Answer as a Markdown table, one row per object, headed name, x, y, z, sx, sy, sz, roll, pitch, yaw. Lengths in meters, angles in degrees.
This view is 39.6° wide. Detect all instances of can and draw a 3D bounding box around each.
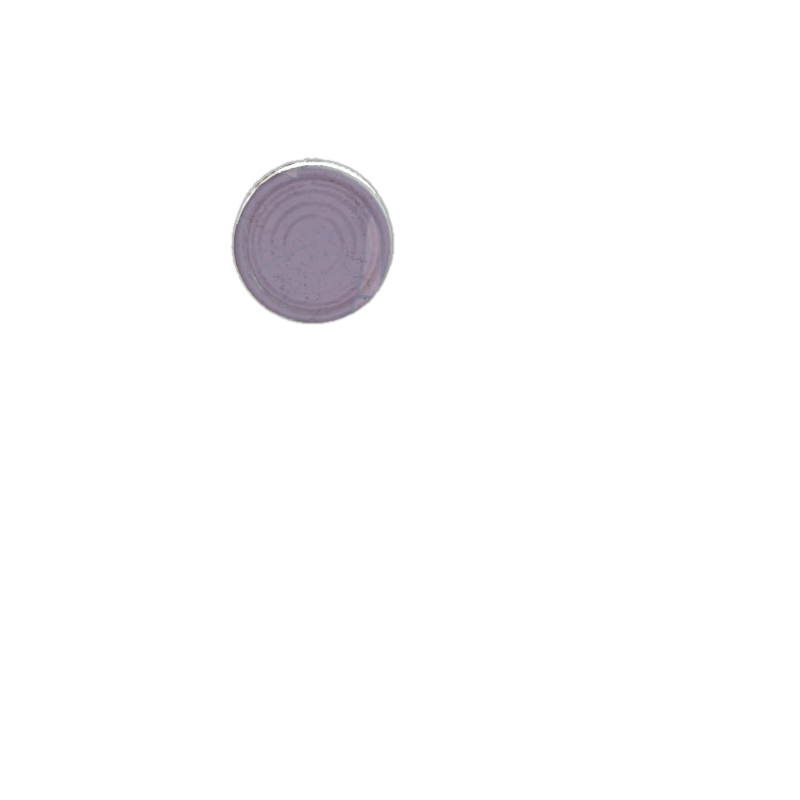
| name | x | y | z | sx | sy | sz | roll | pitch | yaw |
| --- | --- | --- | --- | --- | --- | --- | --- | --- | --- |
| can | -0.046 | -0.085 | 0.593 | 0.086 | 0.084 | 0.034 | 0 | 9 | -1 |
